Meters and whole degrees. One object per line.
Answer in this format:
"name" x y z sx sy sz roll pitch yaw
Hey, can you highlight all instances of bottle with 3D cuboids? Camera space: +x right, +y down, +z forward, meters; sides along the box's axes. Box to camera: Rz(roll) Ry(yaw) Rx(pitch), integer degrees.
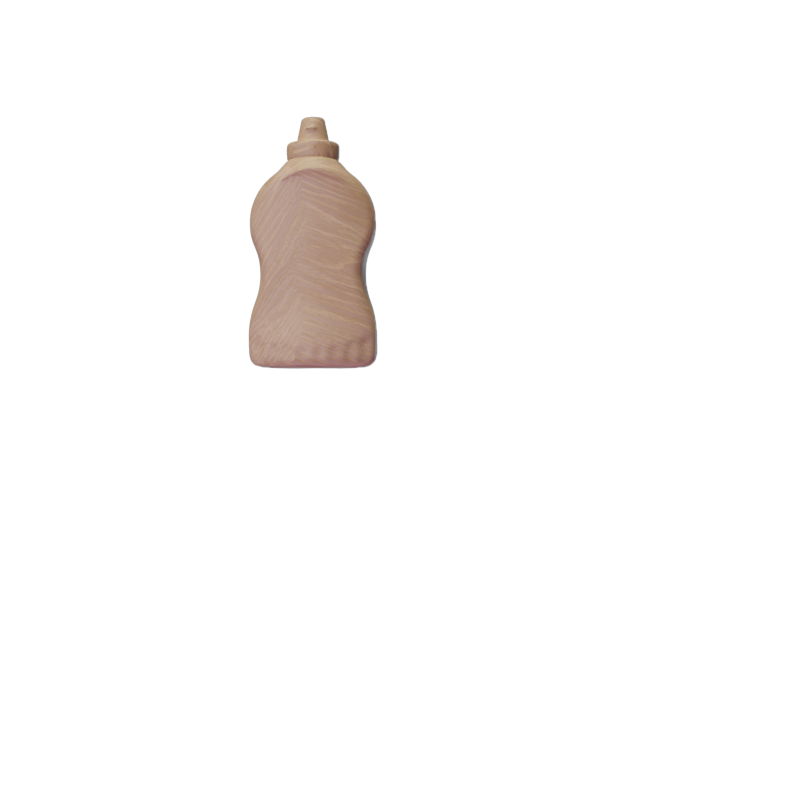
"bottle" -0.066 -0.121 0.847 0.097 0.195 0.057 -1 -7 5
